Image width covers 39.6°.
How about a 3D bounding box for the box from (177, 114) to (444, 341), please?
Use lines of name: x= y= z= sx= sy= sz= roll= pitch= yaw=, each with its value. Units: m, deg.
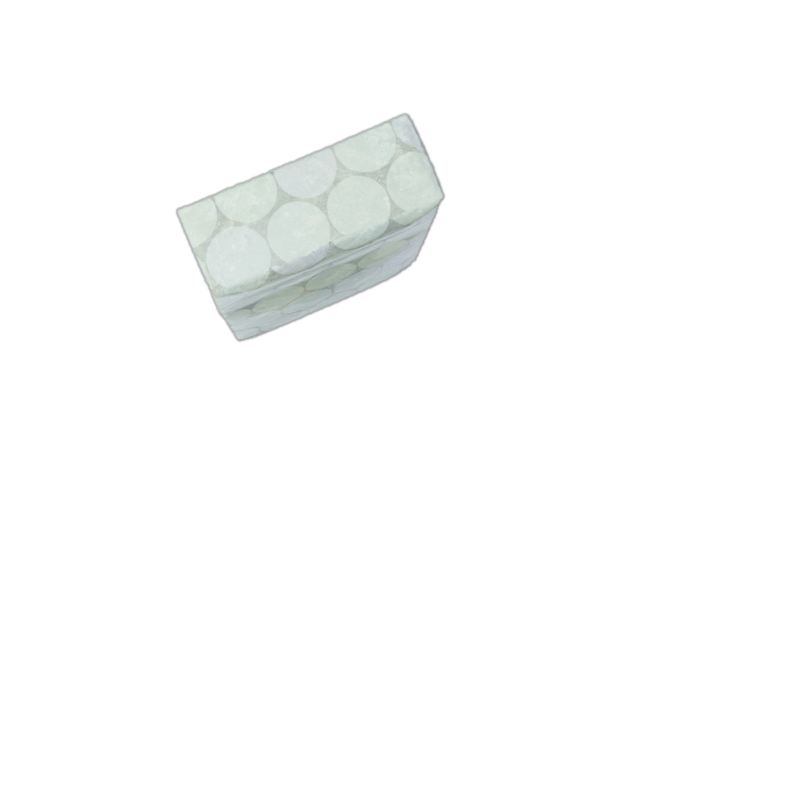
box: x=-0.063 y=-0.115 z=0.805 sx=0.164 sy=0.073 sz=0.210 roll=-24 pitch=-3 yaw=-5
